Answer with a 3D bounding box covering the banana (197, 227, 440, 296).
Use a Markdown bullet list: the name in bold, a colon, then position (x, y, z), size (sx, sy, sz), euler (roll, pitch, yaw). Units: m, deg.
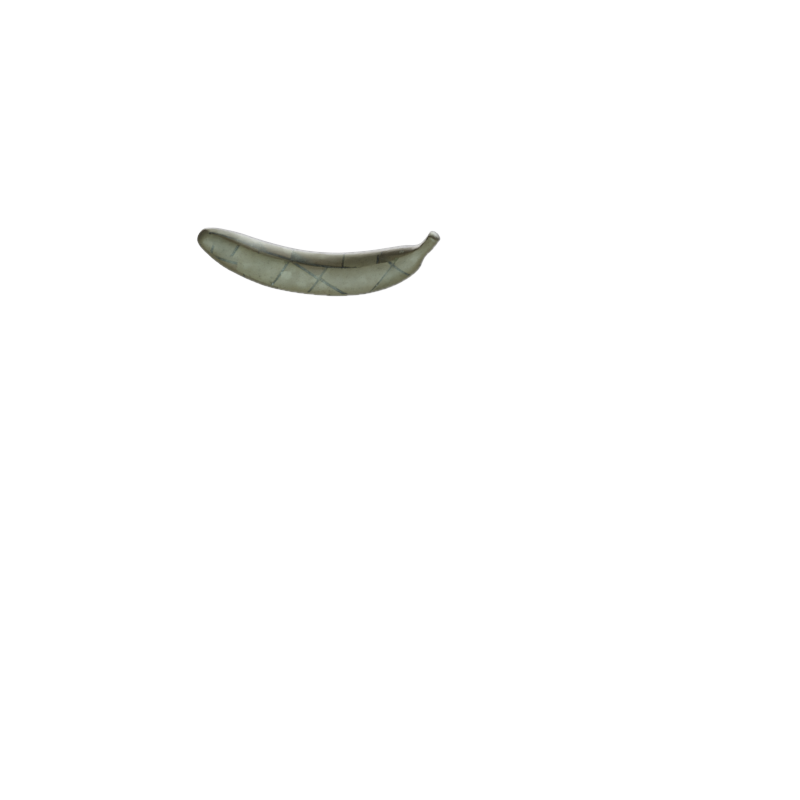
- **banana**: position (-0.068, -0.117, 0.925), size (0.198, 0.065, 0.039), euler (0, 37, 0)
